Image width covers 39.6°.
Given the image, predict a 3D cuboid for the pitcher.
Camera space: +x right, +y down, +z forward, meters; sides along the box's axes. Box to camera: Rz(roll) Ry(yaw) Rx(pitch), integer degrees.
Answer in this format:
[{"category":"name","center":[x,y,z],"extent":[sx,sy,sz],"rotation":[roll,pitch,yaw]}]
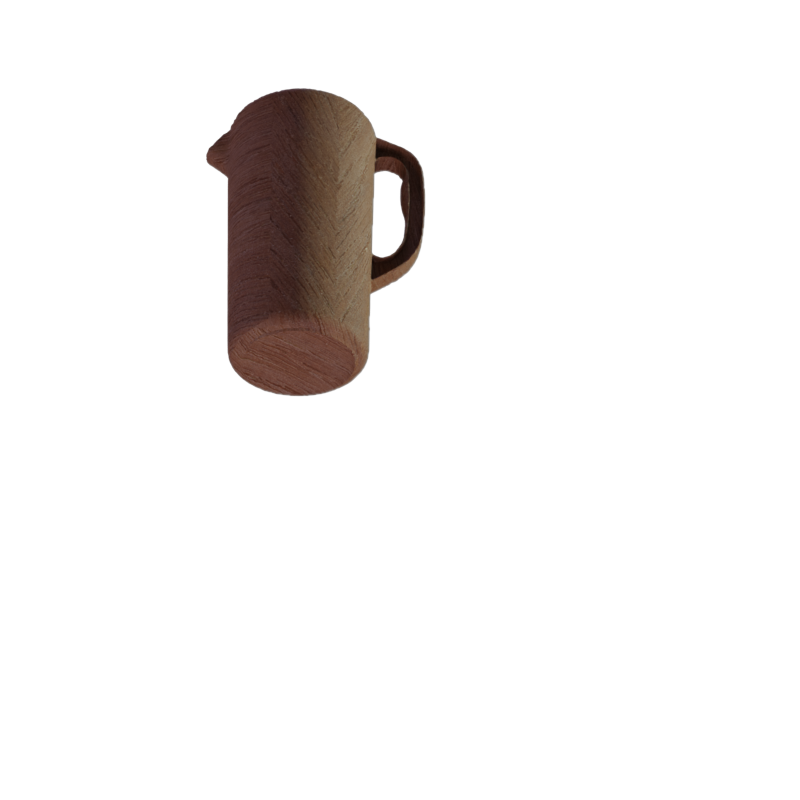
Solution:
[{"category":"pitcher","center":[-0.071,-0.130,0.912],"extent":[0.149,0.260,0.135],"rotation":[-28,-43,30]}]
